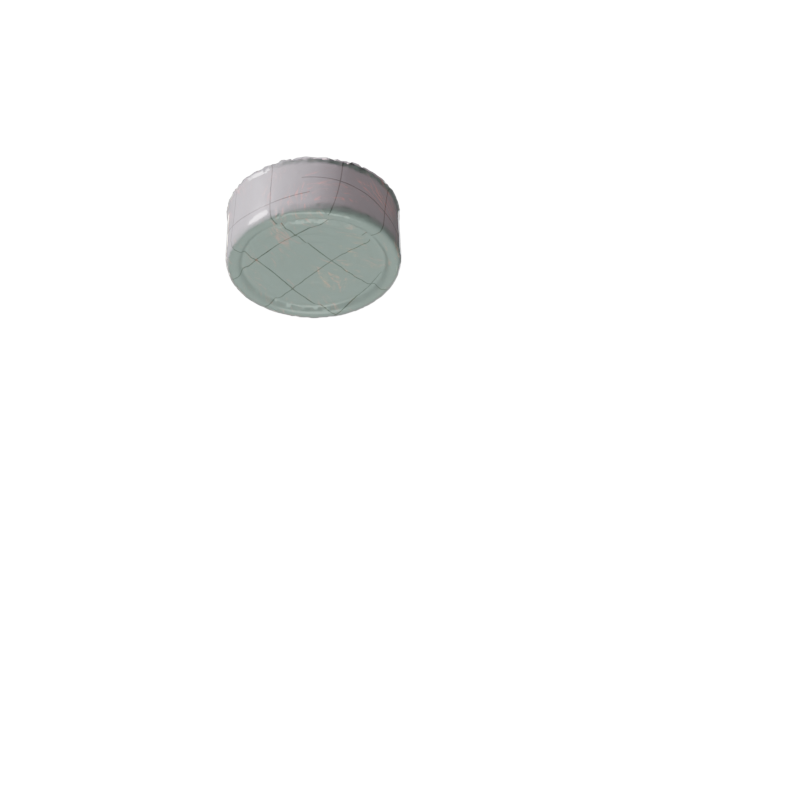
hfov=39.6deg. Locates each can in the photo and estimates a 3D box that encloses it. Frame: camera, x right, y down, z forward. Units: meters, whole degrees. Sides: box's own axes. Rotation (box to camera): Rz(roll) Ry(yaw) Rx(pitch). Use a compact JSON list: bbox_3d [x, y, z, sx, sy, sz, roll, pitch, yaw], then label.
[{"bbox_3d":[-0.042,-0.077,0.539,0.086,0.036,0.080,1,-35,-2],"label":"can"}]
